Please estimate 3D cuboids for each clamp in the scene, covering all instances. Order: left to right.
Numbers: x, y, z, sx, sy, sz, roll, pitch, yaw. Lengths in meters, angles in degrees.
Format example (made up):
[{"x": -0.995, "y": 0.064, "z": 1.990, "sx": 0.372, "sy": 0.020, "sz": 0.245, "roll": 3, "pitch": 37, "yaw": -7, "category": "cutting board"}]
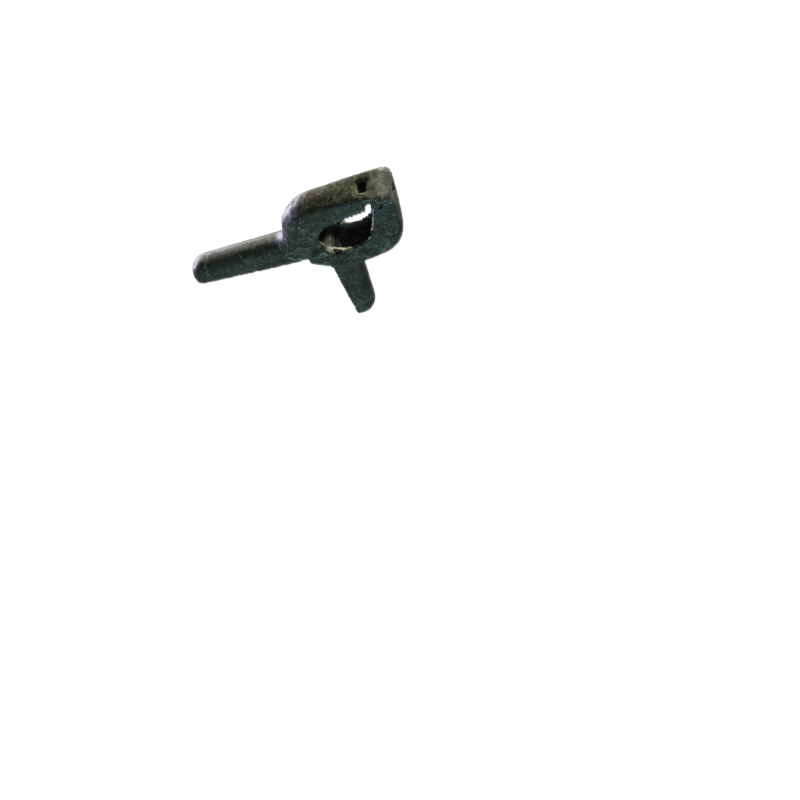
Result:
[{"x": -0.069, "y": -0.125, "z": 0.877, "sx": 0.160, "sy": 0.038, "sz": 0.205, "roll": 7, "pitch": -21, "yaw": -18, "category": "clamp"}]
